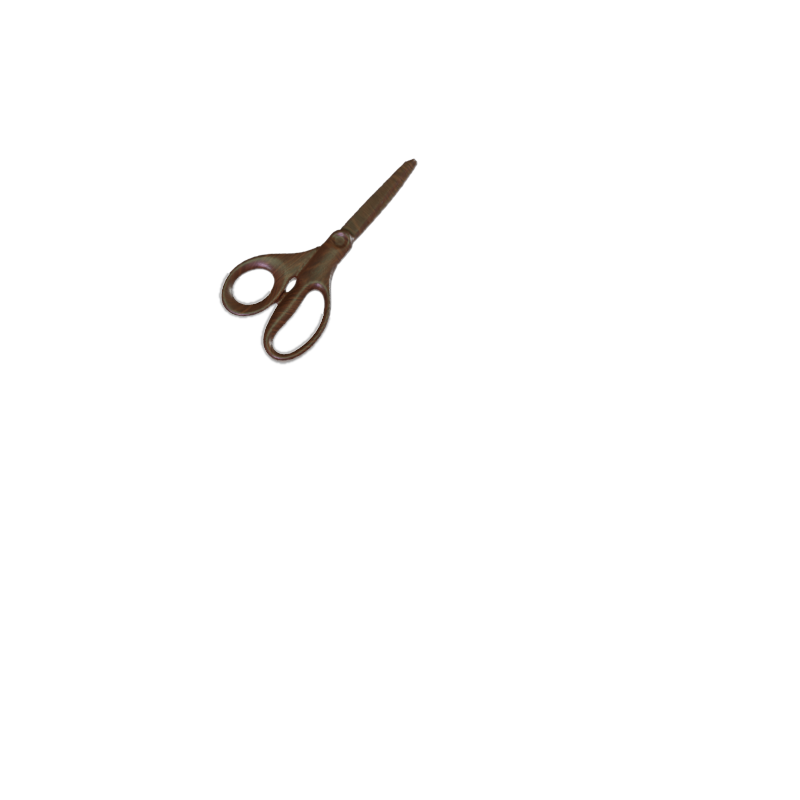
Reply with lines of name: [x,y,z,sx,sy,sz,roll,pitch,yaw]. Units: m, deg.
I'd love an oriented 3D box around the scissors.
scissors: [-0.068,-0.125,0.874,0.098,0.208,0.015,21,-21,8]
